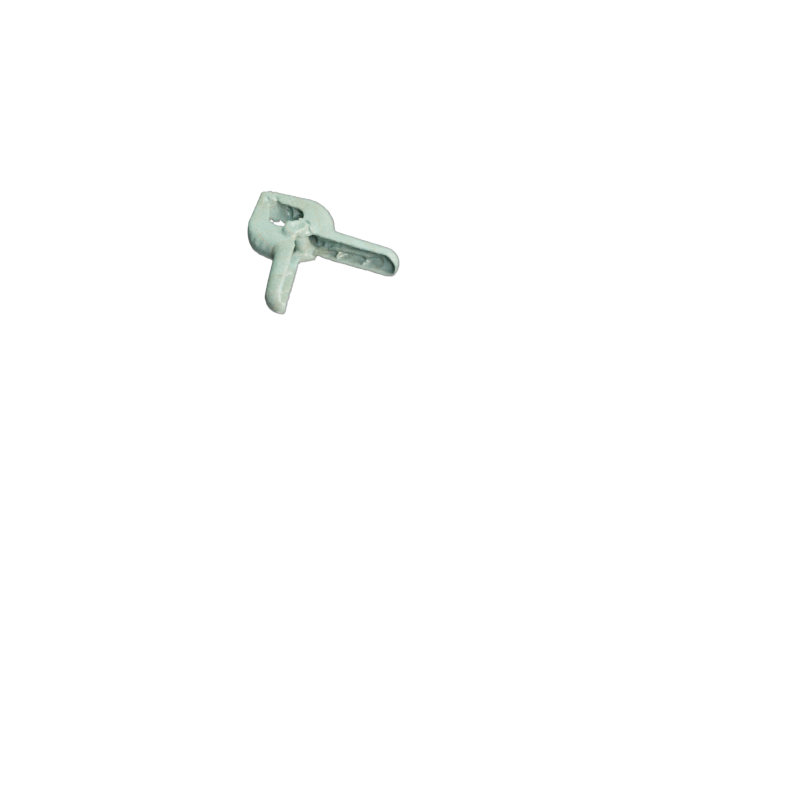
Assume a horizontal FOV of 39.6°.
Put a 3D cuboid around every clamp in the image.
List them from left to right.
[{"bbox_3d":[-0.077,-0.141,0.987,0.119,0.037,0.185,-11,40,-13],"label":"clamp"}]
